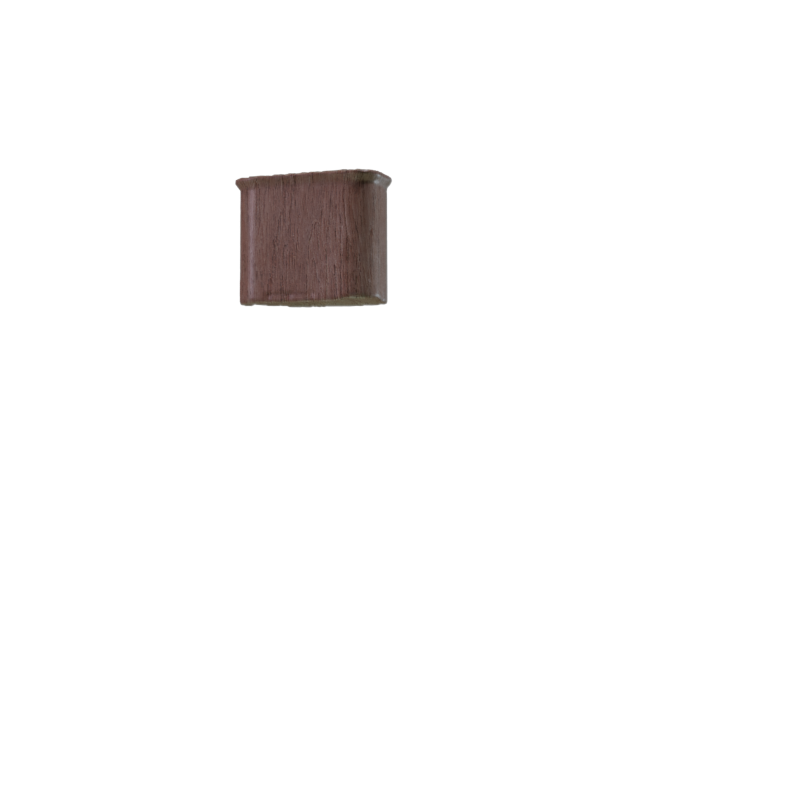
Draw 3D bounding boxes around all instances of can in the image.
[{"bbox_3d":[-0.057,-0.105,0.733,0.104,0.085,0.055,-1,-4,20],"label":"can"}]
